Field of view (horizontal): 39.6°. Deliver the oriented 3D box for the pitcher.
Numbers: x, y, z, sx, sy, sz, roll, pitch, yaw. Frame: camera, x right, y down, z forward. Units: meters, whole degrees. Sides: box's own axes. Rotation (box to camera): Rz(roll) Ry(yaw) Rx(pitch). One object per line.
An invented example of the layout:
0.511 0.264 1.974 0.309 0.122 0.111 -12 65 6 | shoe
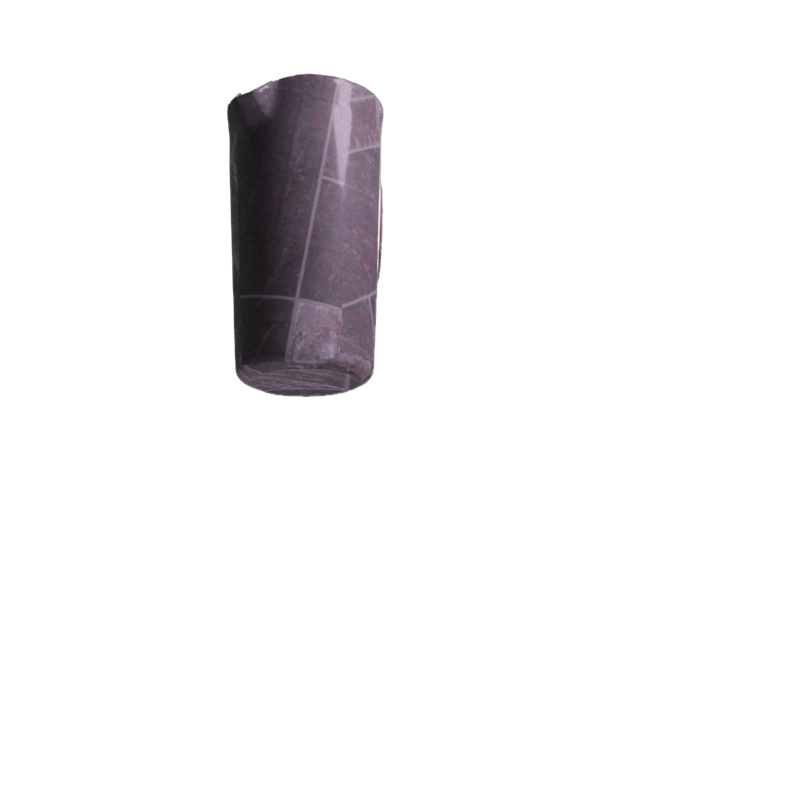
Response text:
-0.071 -0.130 0.908 0.147 0.255 0.141 3 -20 -12 | pitcher
